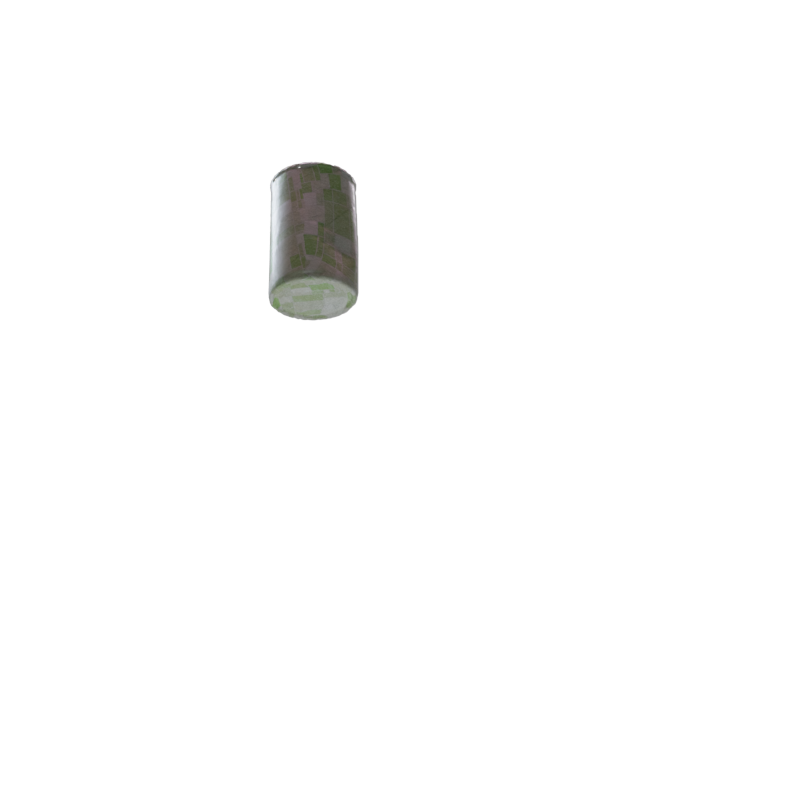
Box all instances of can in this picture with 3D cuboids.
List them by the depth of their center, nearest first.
[{"bbox_3d":[-0.066,-0.121,0.845,0.068,0.109,0.064,0,-28,-2],"label":"can"}]
